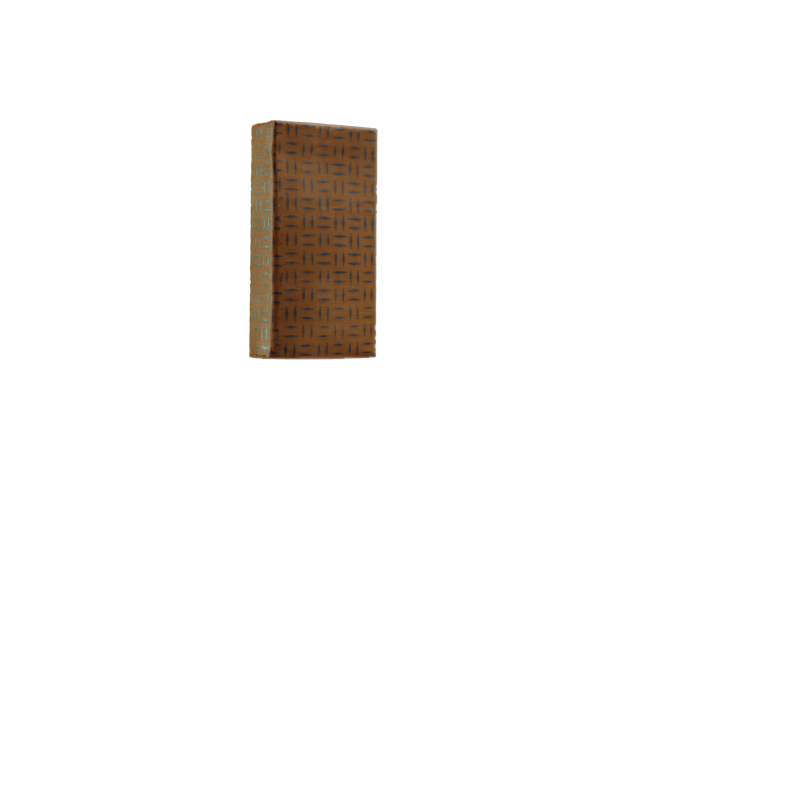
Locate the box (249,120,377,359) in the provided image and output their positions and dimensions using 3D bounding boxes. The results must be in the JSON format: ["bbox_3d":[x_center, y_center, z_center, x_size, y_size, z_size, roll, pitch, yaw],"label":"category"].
[{"bbox_3d":[-0.066,-0.120,0.839,0.090,0.178,0.049,1,-3,-32],"label":"box"}]
